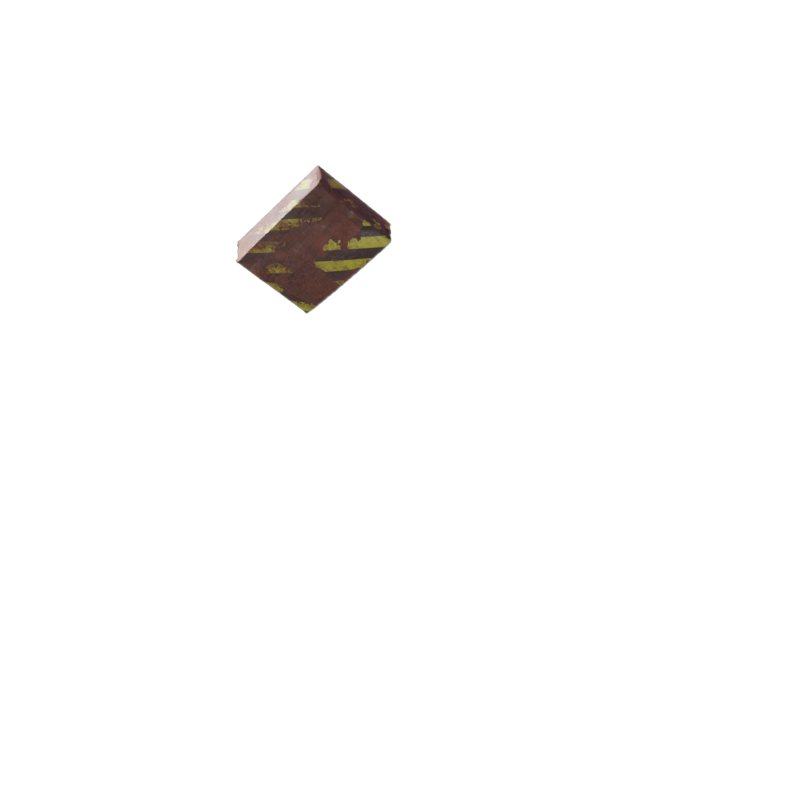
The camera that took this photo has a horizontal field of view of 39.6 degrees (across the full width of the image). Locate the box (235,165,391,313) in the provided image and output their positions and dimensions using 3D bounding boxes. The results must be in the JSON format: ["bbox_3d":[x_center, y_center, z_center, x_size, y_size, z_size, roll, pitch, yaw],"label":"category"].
[{"bbox_3d":[-0.077,-0.141,0.989,0.085,0.112,0.041,39,25,-23],"label":"box"}]
